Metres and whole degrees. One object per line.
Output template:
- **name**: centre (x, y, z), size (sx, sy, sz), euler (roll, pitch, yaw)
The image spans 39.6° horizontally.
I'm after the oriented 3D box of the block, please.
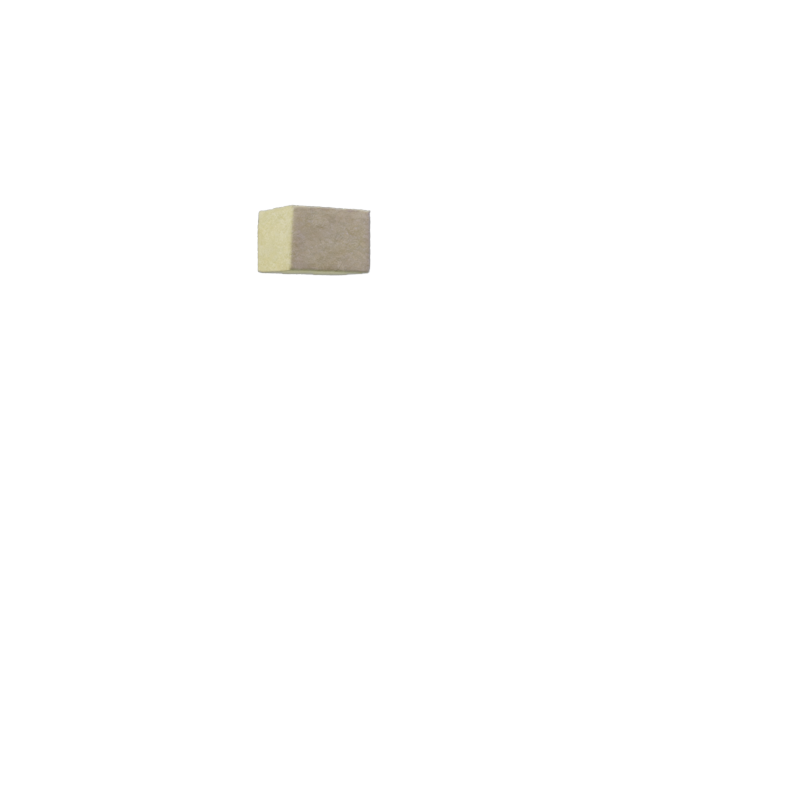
- **block**: centre (-0.070, -0.127, 0.889), size (0.075, 0.052, 0.054), euler (-1, 1, -36)
